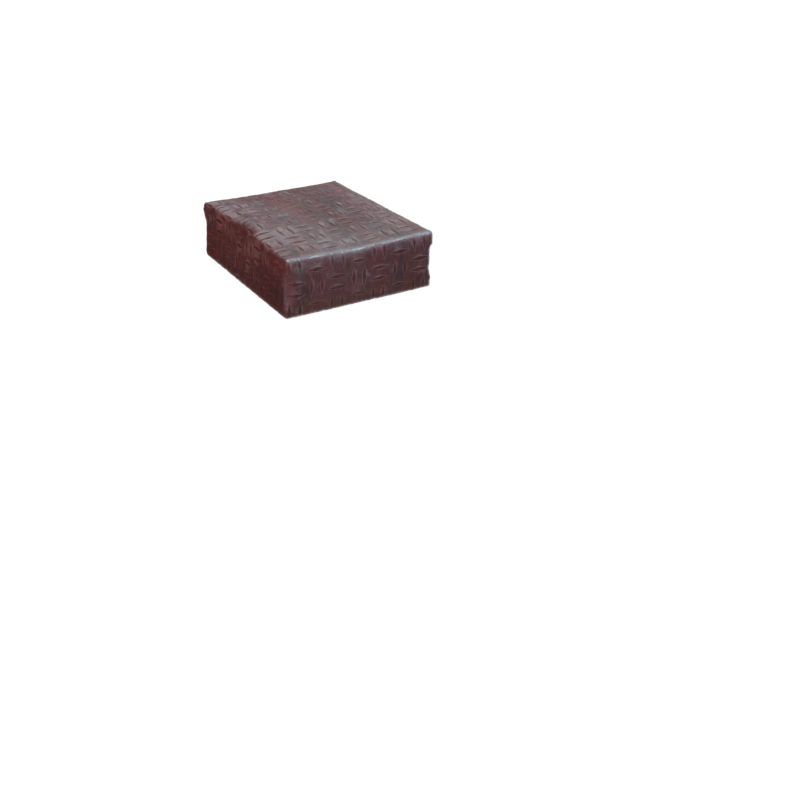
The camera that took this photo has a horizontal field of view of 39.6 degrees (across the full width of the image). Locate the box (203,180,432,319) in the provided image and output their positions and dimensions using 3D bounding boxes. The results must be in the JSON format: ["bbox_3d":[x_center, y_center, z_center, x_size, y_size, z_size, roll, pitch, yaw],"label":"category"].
[{"bbox_3d":[-0.040,-0.073,0.508,0.072,0.029,0.096,-14,31,-27],"label":"box"}]
